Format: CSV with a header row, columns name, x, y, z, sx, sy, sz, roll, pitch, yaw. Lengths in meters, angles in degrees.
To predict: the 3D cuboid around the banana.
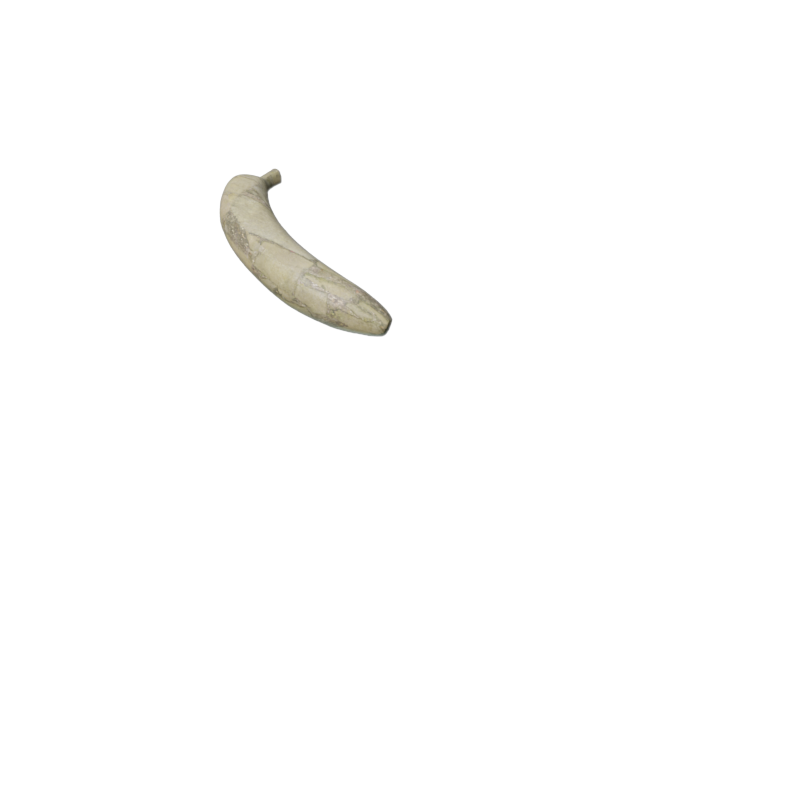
name,x,y,z,sx,sy,sz,roll,pitch,yaw
banana,-0.078,-0.105,0.756,0.069,0.034,0.214,-17,46,-18
